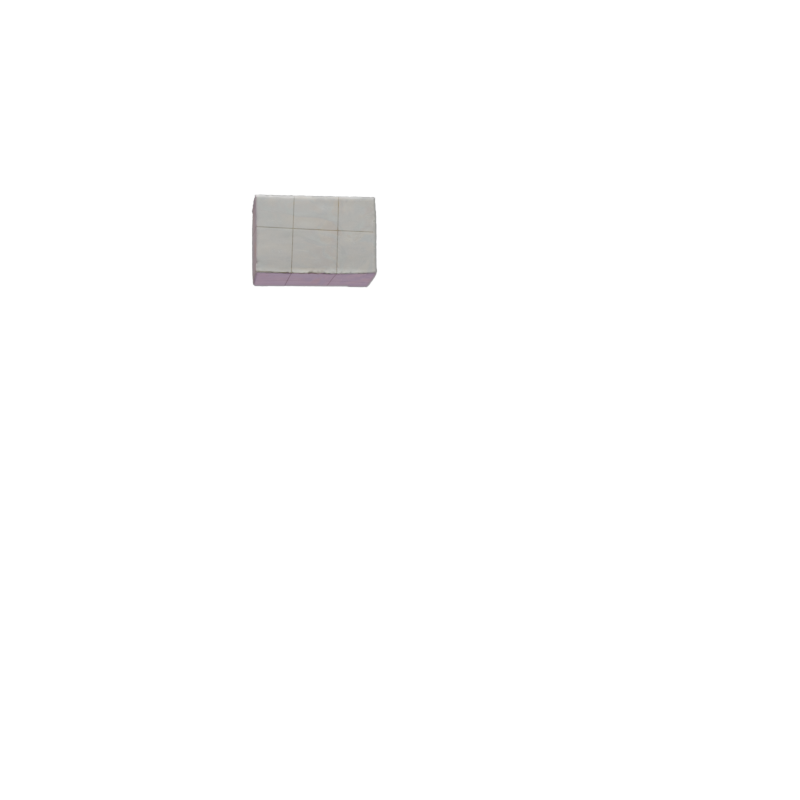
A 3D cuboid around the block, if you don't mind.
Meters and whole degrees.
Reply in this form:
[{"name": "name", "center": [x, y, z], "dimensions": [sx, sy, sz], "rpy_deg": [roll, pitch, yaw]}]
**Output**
[{"name": "block", "center": [-0.056, -0.102, 0.711], "dimensions": [0.077, 0.052, 0.052], "rpy_deg": [0, -7, -7]}]
